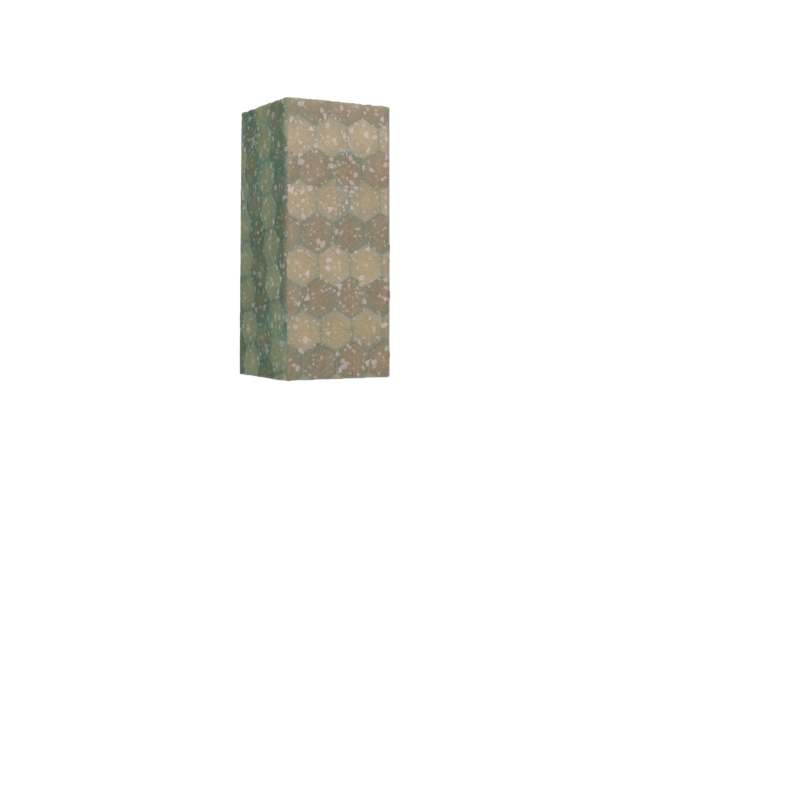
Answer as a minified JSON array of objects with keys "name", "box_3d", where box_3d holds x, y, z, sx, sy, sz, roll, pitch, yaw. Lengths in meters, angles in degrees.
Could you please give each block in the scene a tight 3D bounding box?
[{"name":"block","box_3d":[-0.067,-0.123,0.858,0.088,0.207,0.093,1,-2,-29]}]
